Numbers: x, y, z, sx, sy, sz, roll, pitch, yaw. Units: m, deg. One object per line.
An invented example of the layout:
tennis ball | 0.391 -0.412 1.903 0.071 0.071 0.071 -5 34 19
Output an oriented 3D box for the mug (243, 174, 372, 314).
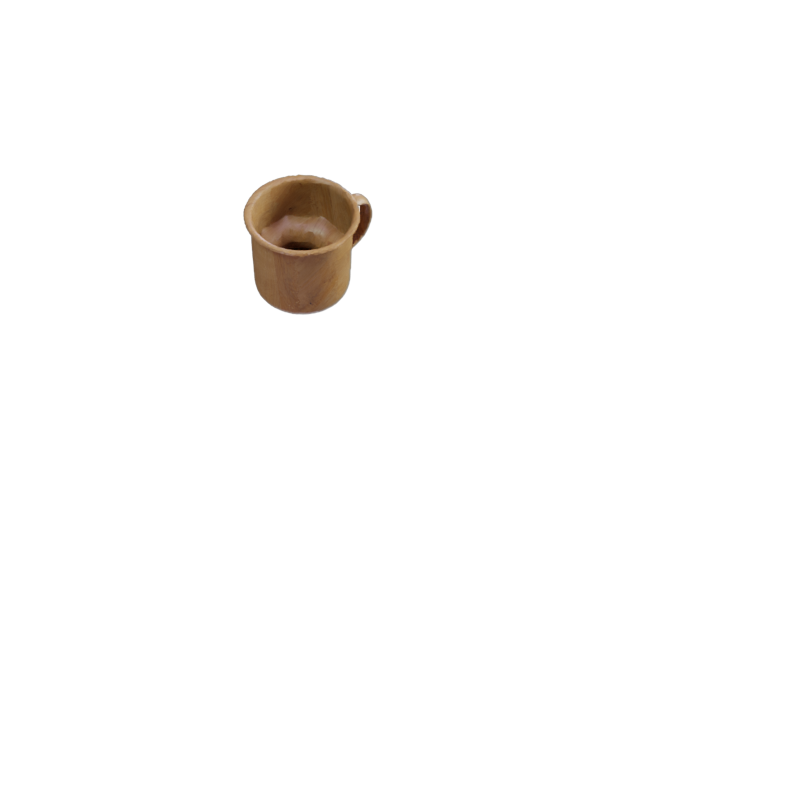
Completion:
mug | -0.072 -0.131 0.917 0.117 0.076 0.100 -33 58 -26
